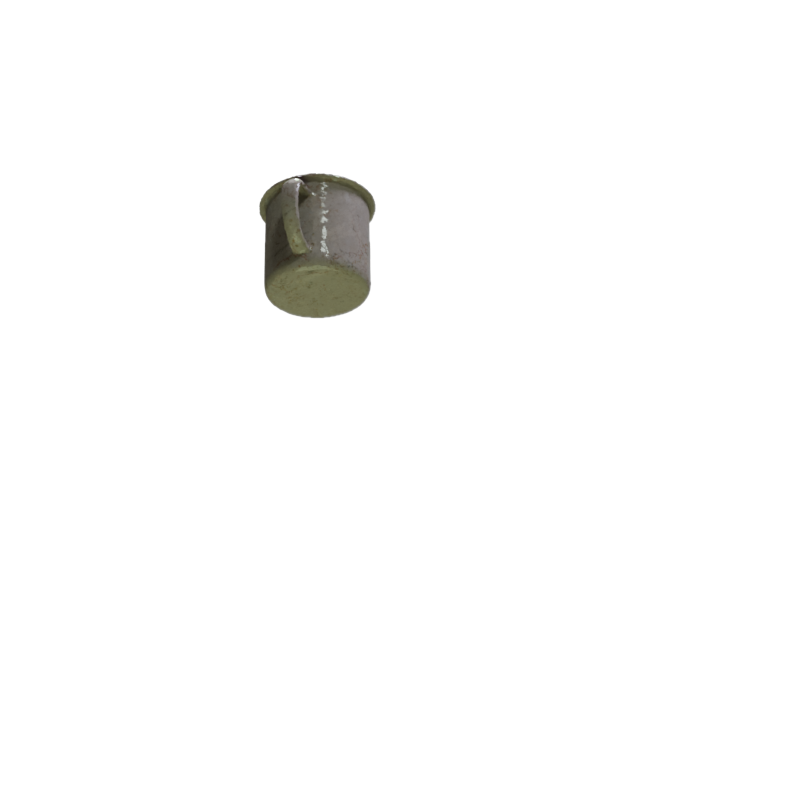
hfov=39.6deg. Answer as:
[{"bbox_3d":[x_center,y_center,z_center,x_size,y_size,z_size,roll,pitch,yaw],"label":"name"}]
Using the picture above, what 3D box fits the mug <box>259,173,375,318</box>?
[{"bbox_3d":[-0.067,-0.122,0.853,0.094,0.087,0.109,-7,-30,11],"label":"mug"}]
